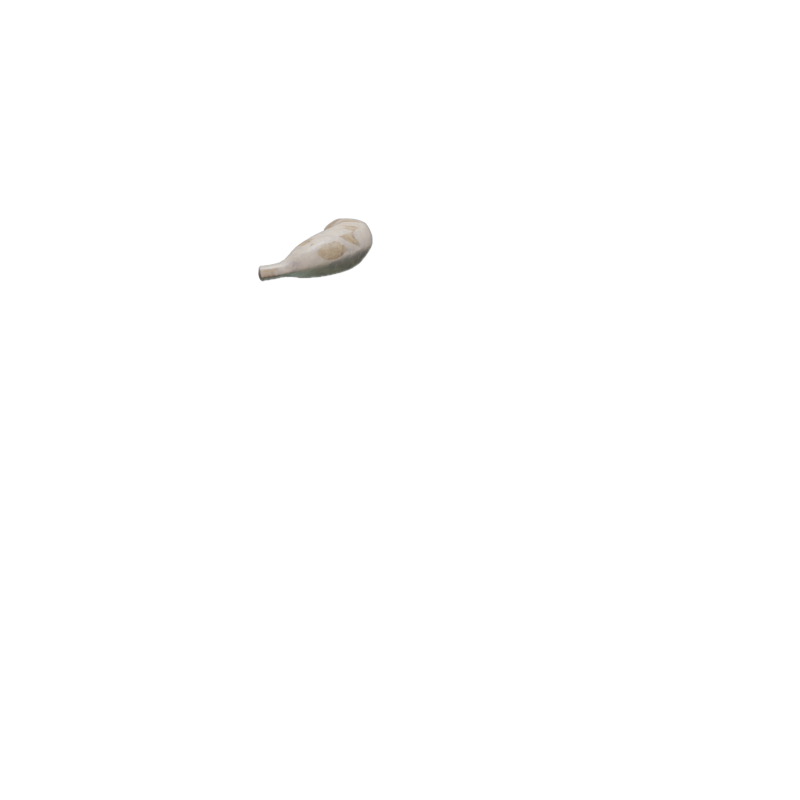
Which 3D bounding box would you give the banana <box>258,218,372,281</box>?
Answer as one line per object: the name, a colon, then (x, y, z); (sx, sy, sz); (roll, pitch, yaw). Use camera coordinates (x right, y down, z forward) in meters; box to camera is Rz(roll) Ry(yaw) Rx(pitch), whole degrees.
banana: (-0.058, -0.134, 0.948); (0.071, 0.036, 0.199); (4, 16, 13)
